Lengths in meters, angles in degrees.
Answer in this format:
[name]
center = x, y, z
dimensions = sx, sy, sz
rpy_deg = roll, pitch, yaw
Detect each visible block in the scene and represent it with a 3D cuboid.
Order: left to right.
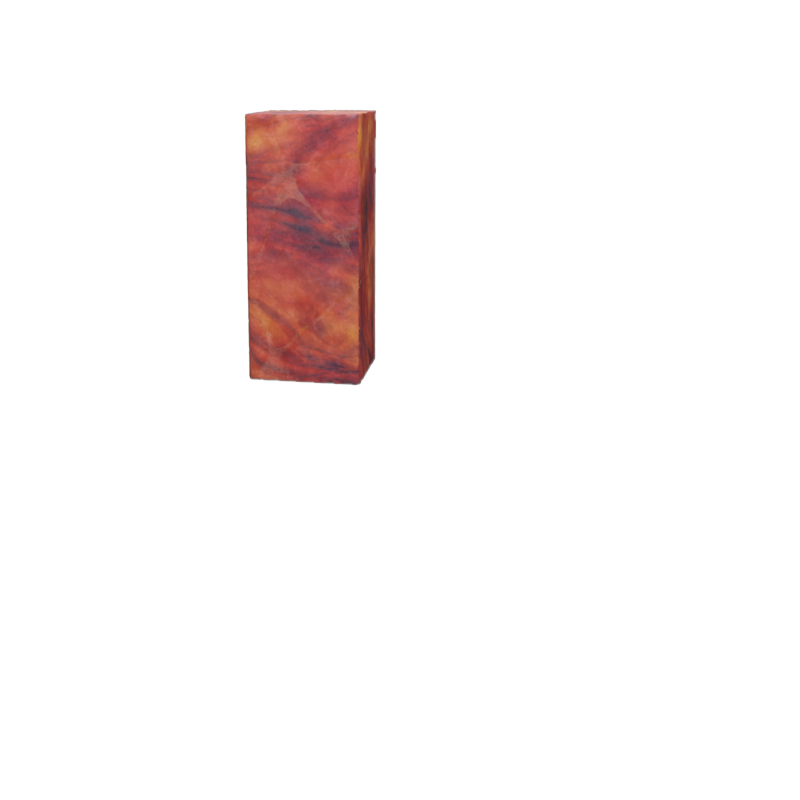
[block]
center = -0.069, -0.125, 0.880
dimensions = 0.092, 0.202, 0.091
rpy_deg = 2, 10, 9
